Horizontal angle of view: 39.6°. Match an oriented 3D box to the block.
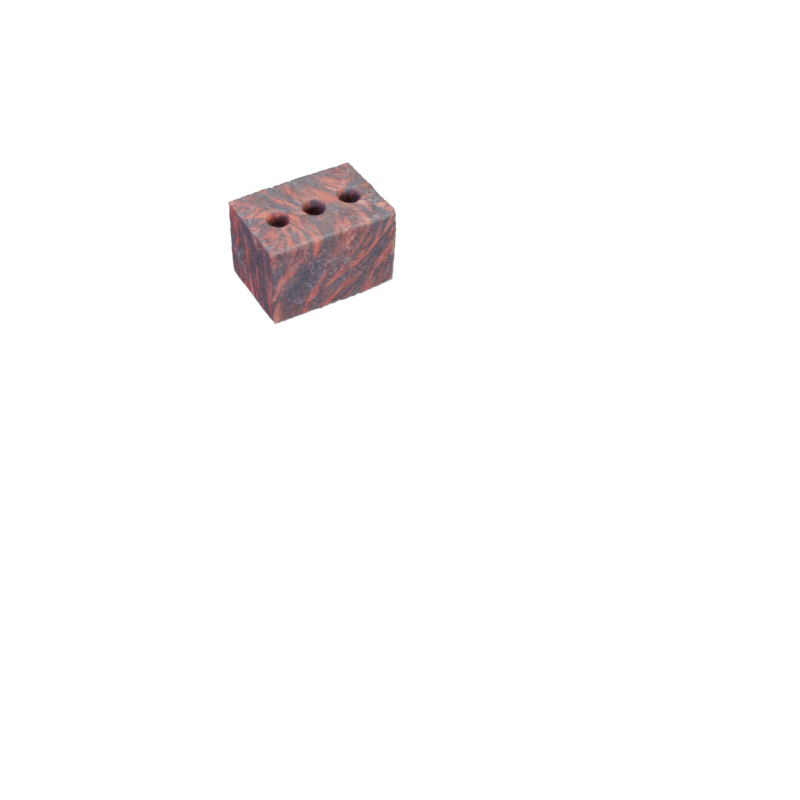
[{"bbox_3d":[-0.048,-0.087,0.609,0.077,0.048,0.057,-23,49,-22],"label":"block"}]
